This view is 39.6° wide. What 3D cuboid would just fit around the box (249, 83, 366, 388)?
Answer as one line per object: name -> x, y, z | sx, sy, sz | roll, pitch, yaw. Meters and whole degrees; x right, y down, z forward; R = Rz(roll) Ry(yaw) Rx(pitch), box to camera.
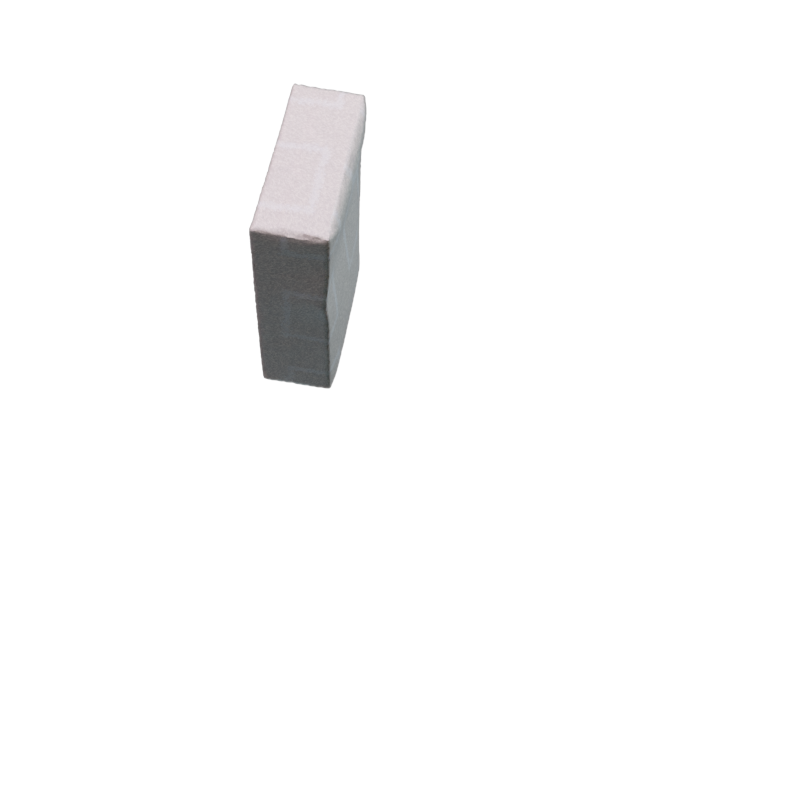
box -> -0.075, -0.136, 0.954 | 0.072, 0.174, 0.200 | 9, -34, 2
